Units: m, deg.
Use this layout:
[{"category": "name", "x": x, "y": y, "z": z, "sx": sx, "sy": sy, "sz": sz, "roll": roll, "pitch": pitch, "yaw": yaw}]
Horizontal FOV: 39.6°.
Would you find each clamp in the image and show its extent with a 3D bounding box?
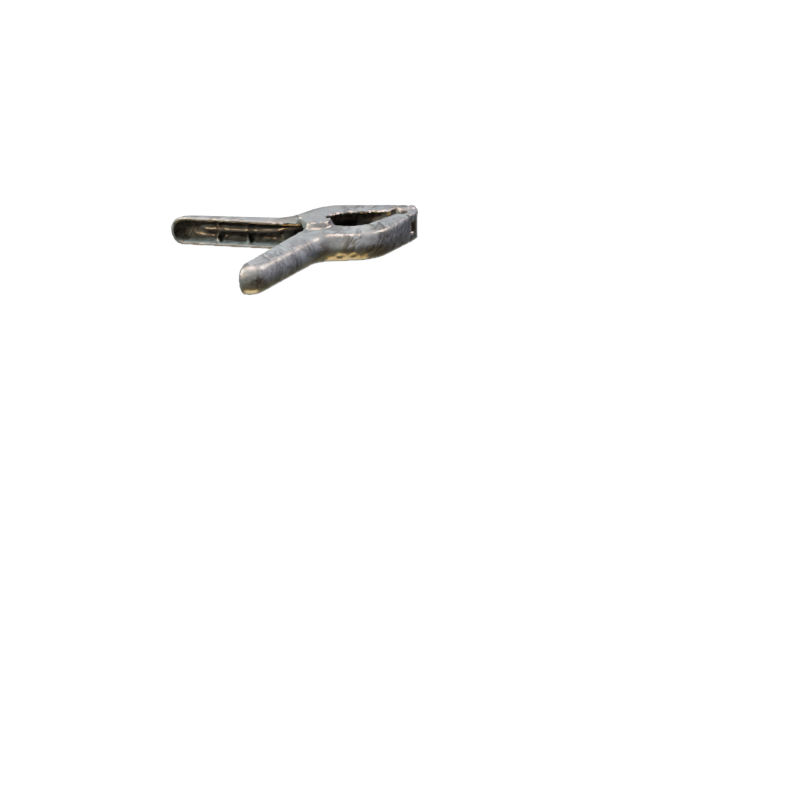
[{"category": "clamp", "x": -0.073, "y": -0.133, "z": 0.932, "sx": 0.206, "sy": 0.035, "sz": 0.176, "roll": -10, "pitch": 27, "yaw": -19}]
